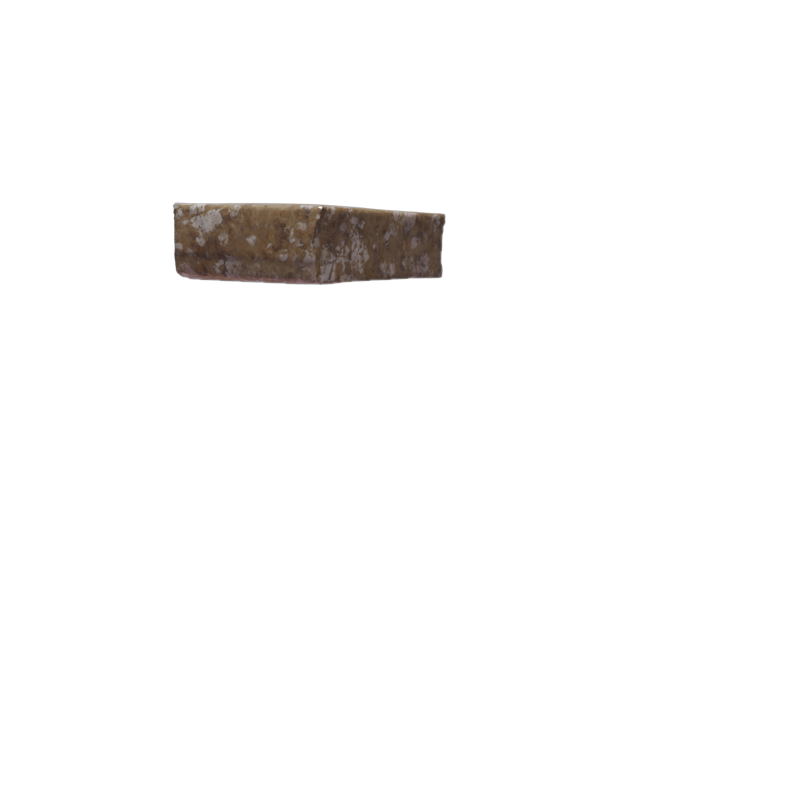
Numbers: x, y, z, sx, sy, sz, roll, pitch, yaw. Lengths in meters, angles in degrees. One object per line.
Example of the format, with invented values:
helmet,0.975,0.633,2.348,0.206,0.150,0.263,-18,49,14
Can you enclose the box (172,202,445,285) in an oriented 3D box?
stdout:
box,-0.043,-0.079,0.551,0.093,0.038,0.110,6,11,33
